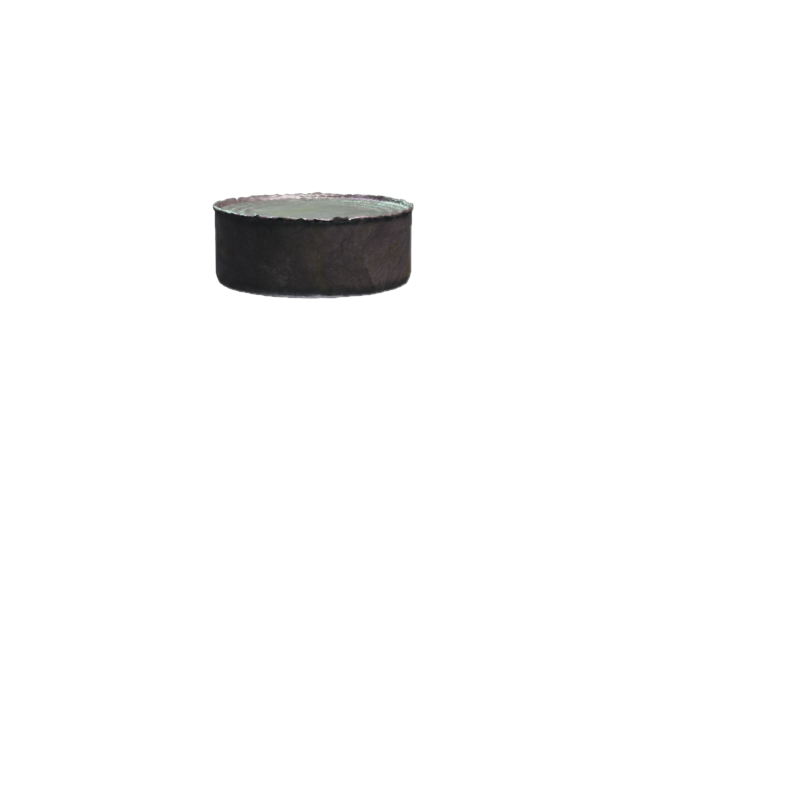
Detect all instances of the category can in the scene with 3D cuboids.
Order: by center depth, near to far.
[{"bbox_3d":[-0.037,-0.068,0.476,0.086,0.033,0.089,0,16,-2],"label":"can"}]
